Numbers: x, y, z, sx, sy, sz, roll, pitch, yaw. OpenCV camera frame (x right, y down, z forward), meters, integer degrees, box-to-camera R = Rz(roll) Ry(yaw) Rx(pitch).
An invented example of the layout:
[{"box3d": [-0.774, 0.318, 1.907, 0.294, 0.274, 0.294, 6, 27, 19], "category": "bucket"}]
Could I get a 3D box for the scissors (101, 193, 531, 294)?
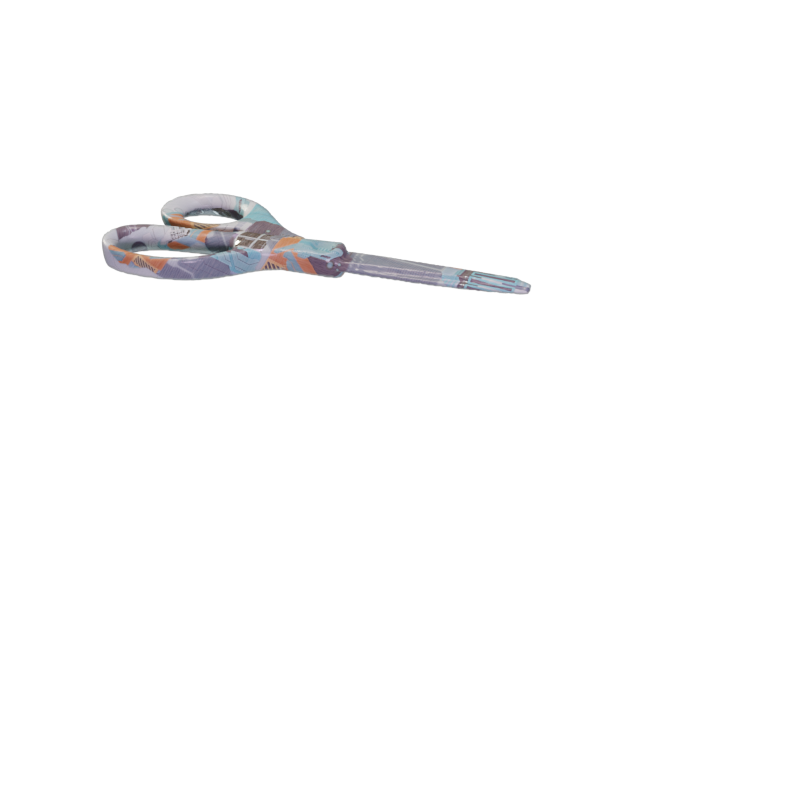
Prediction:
[{"box3d": [-0.042, -0.077, 0.543, 0.203, 0.015, 0.101, 2, 30, 3], "category": "scissors"}]
